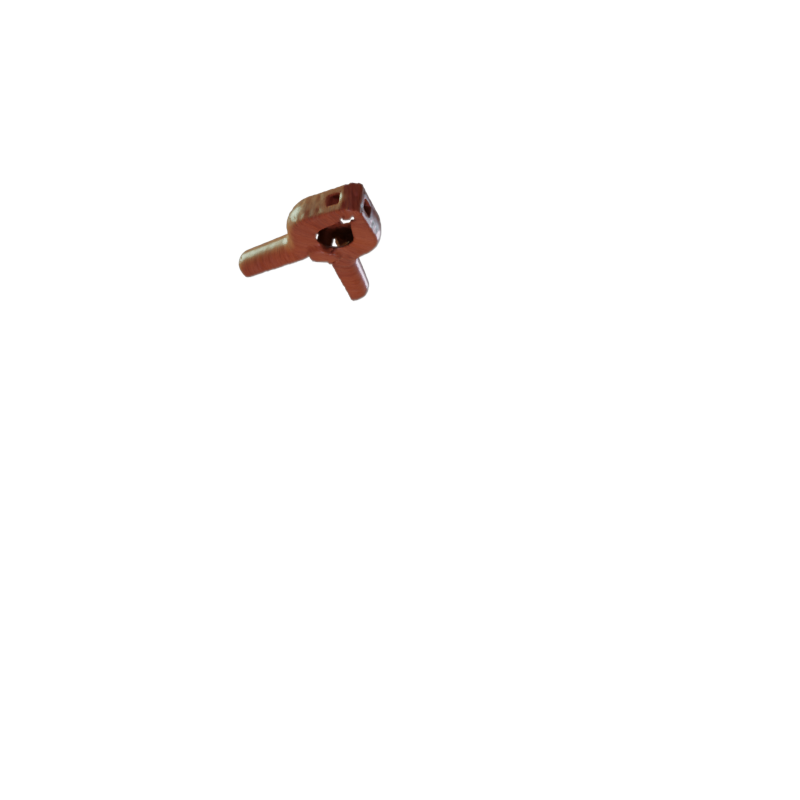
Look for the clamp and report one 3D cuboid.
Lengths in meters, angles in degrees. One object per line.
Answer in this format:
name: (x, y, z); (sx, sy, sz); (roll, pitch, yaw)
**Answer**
clamp: (-0.074, -0.135, 0.947); (0.119, 0.042, 0.164); (4, -24, -9)
